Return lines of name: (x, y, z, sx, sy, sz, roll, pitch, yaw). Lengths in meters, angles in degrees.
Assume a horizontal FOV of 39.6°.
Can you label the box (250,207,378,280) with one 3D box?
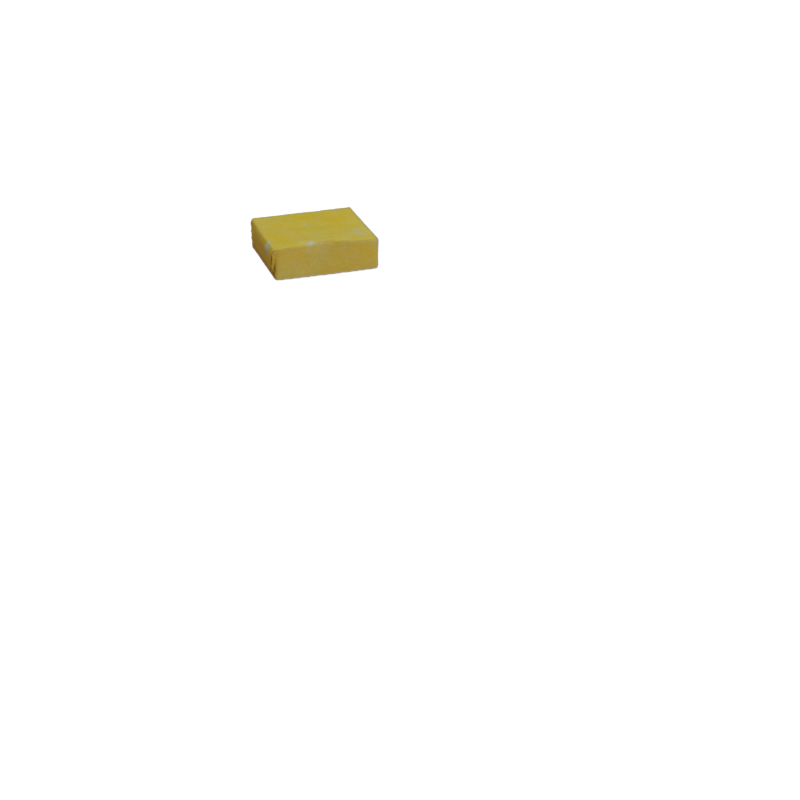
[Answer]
box: (-0.071, -0.129, 0.901, 0.088, 0.029, 0.078, -9, 30, -16)
